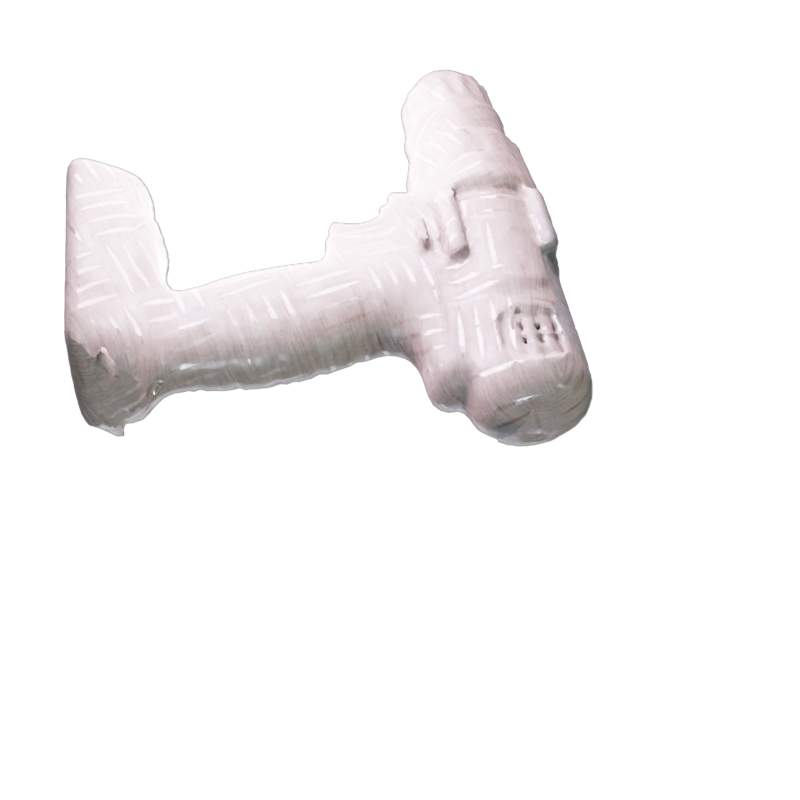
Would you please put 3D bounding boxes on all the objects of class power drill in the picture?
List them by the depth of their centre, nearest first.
[{"bbox_3d":[-0.034,-0.062,0.434,0.186,0.199,0.053,-6,-40,-6],"label":"power drill"}]
